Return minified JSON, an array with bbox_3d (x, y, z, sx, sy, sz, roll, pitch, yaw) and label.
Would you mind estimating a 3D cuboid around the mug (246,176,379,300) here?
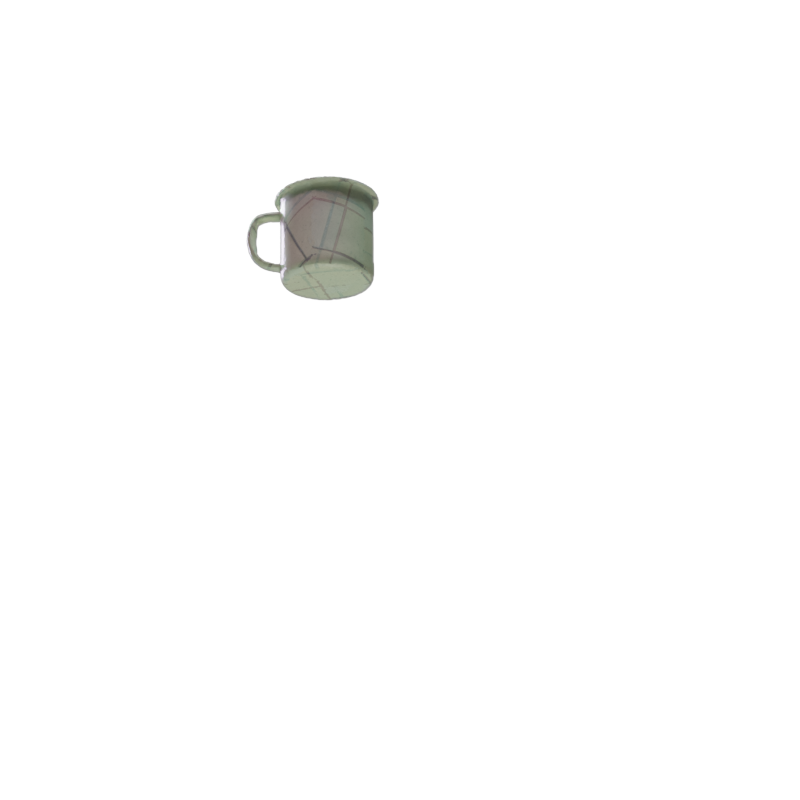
[{"bbox_3d":[-0.076,-0.139,0.974,0.117,0.086,0.089,0,-21,-3],"label":"mug"}]
